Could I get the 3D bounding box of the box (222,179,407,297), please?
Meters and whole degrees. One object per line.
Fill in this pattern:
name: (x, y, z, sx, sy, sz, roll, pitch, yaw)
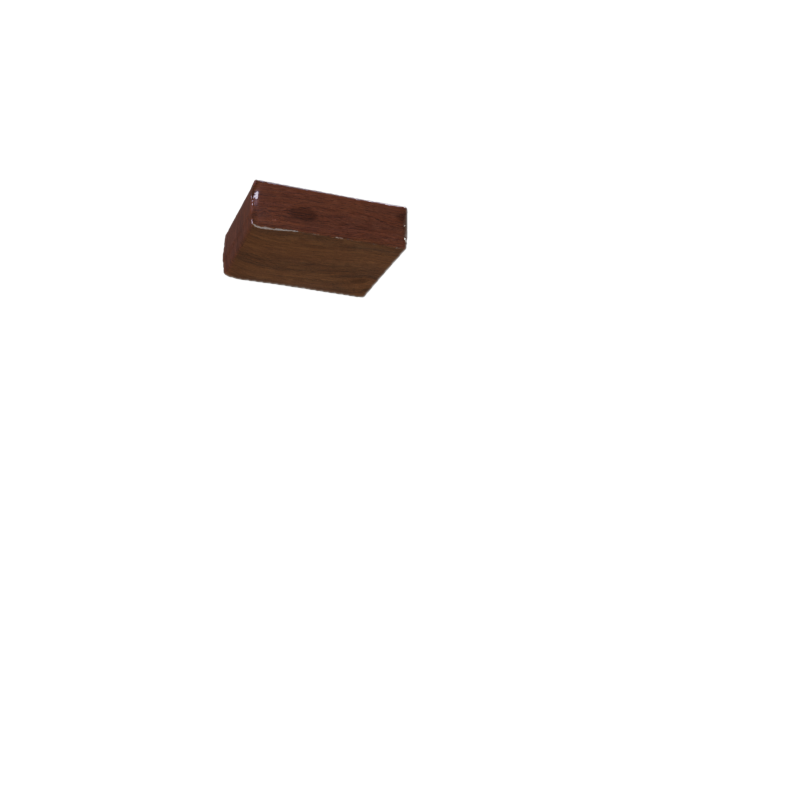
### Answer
box: (-0.062, -0.112, 0.786, 0.111, 0.041, 0.087, 7, -22, -17)
